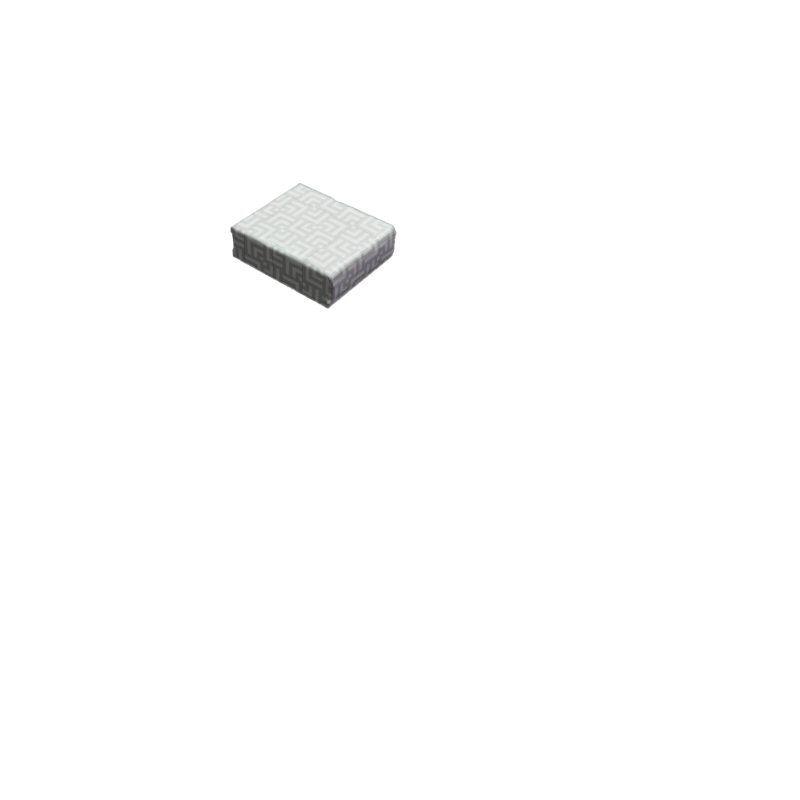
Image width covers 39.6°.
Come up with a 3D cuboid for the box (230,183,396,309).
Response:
[{"bbox_3d":[-0.059,-0.108,0.760,0.095,0.028,0.074,28,48,28],"label":"box"}]
